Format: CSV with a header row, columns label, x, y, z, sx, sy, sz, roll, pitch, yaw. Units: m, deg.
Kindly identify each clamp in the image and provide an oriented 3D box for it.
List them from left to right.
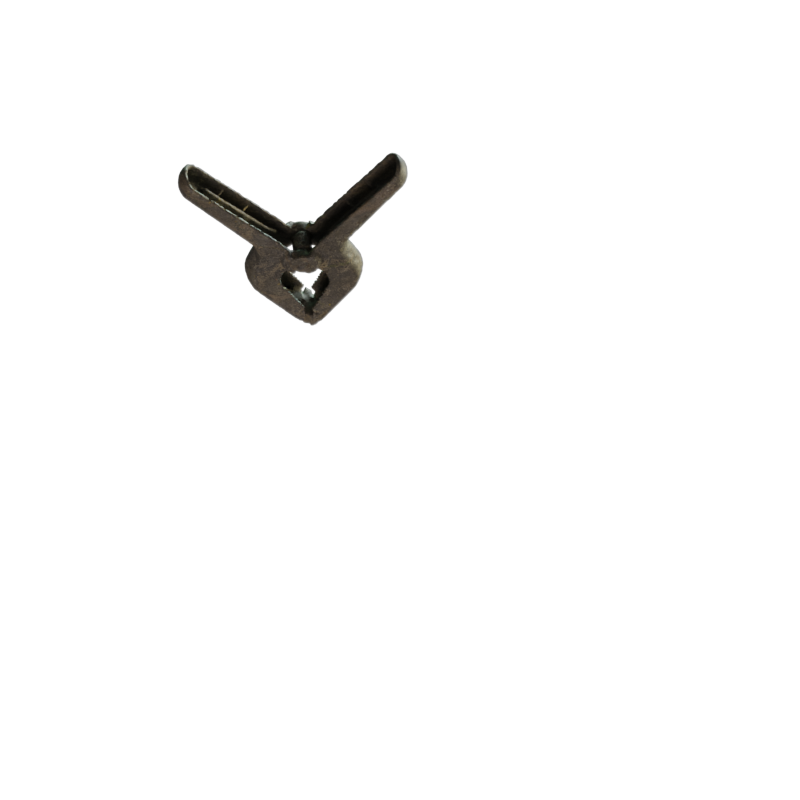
label,x,y,z,sx,sy,sz,roll,pitch,yaw
clamp,-0.068,-0.124,0.865,0.166,0.039,0.195,-4,-29,7
